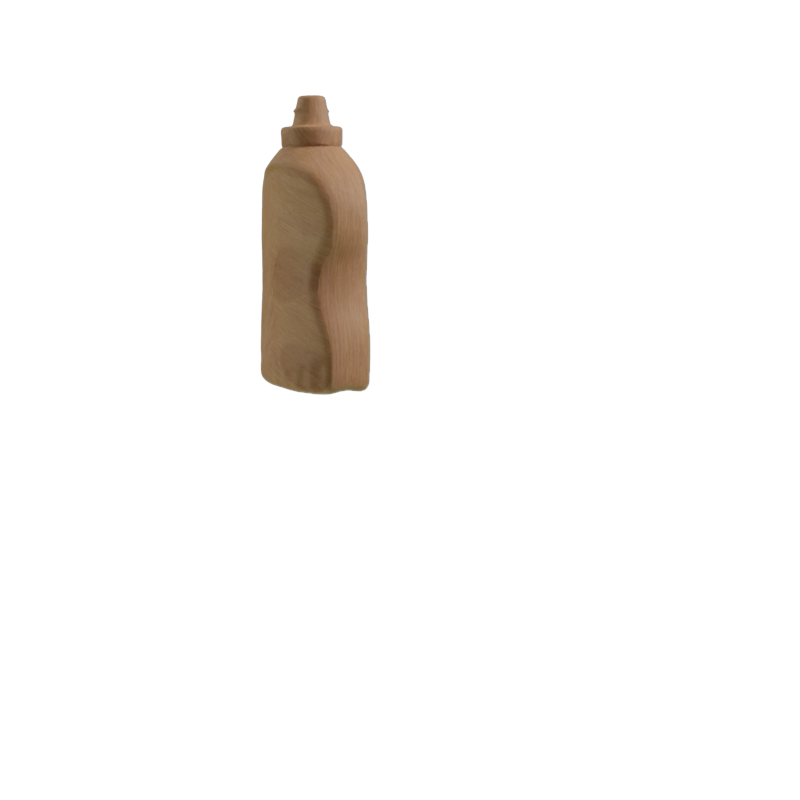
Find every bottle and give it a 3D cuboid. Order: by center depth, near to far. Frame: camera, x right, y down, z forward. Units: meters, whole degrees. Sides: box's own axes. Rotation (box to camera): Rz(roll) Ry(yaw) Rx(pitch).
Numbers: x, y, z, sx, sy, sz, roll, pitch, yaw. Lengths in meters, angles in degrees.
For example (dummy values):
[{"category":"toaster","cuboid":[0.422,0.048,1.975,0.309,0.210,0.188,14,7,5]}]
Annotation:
[{"category":"bottle","cuboid":[-0.058,-0.105,0.734,0.056,0.190,0.100,-1,4,-31]}]
